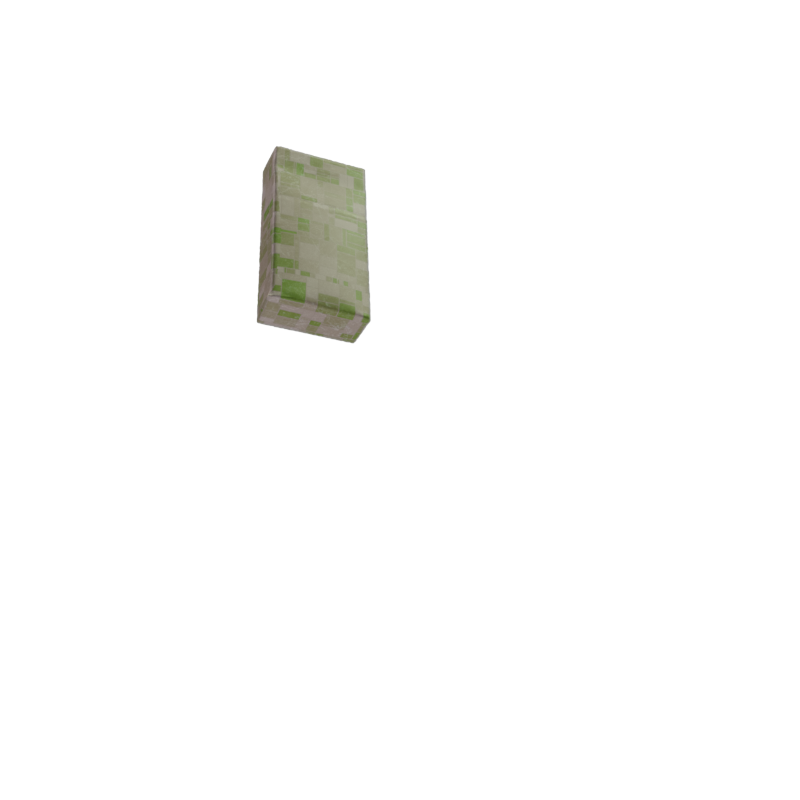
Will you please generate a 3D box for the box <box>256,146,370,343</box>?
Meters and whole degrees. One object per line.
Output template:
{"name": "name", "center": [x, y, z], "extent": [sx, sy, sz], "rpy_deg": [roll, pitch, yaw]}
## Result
{"name": "box", "center": [-0.078, -0.142, 0.993], "extent": [0.091, 0.189, 0.046], "rpy_deg": [12, -41, -18]}
